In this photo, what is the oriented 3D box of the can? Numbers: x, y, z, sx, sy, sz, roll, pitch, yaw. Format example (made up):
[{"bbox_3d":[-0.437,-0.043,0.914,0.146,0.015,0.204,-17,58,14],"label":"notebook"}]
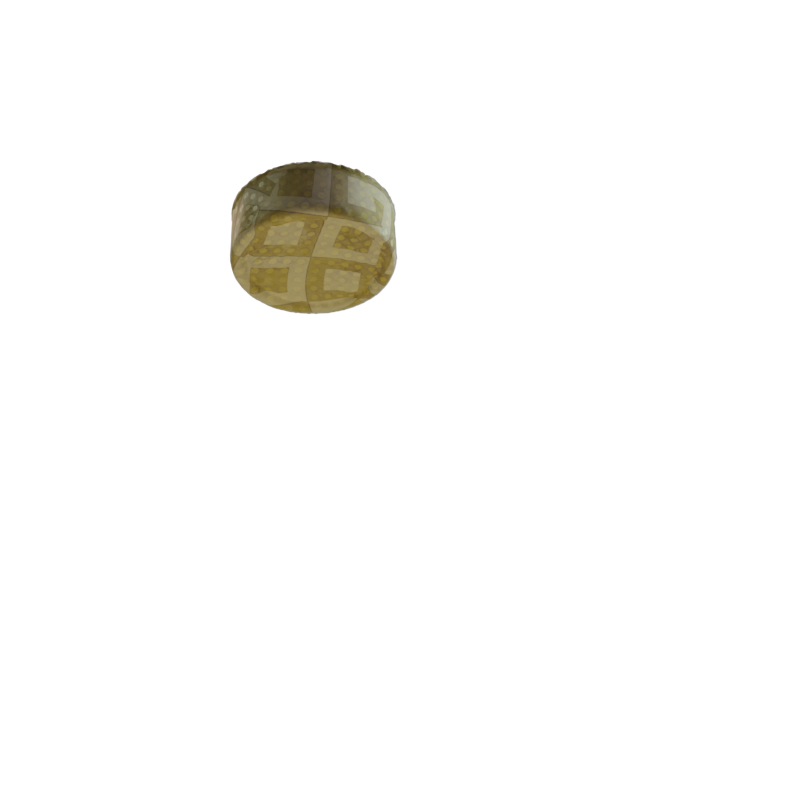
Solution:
[{"bbox_3d":[-0.044,-0.081,0.568,0.086,0.036,0.080,1,-35,-2],"label":"can"}]
